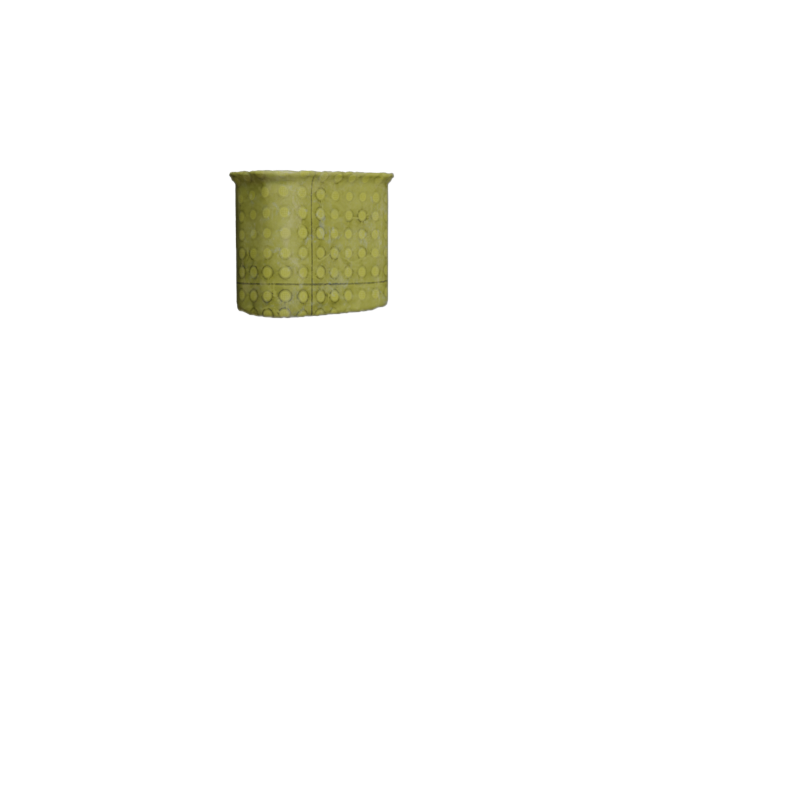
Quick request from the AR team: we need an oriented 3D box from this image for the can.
[{"bbox_3d":[-0.052,-0.095,0.666,0.098,0.083,0.060,-6,8,-44],"label":"can"}]
